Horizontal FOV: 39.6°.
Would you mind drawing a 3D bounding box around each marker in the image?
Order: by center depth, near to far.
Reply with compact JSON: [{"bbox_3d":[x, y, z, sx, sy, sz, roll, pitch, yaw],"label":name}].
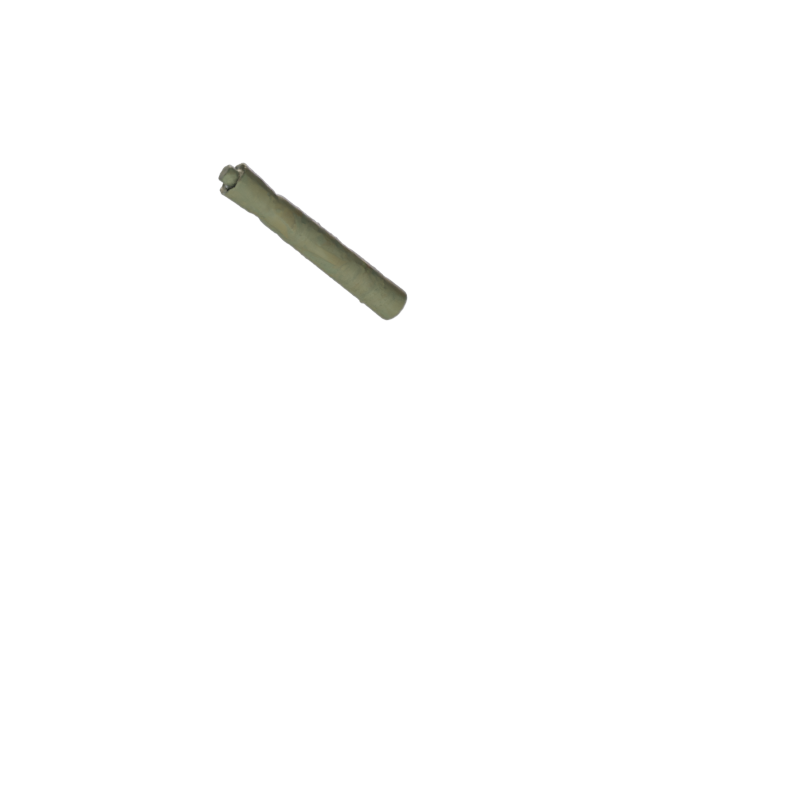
[{"bbox_3d":[-0.044,-0.080,0.558,0.114,0.020,0.020,36,-16,-27],"label":"marker"}]
